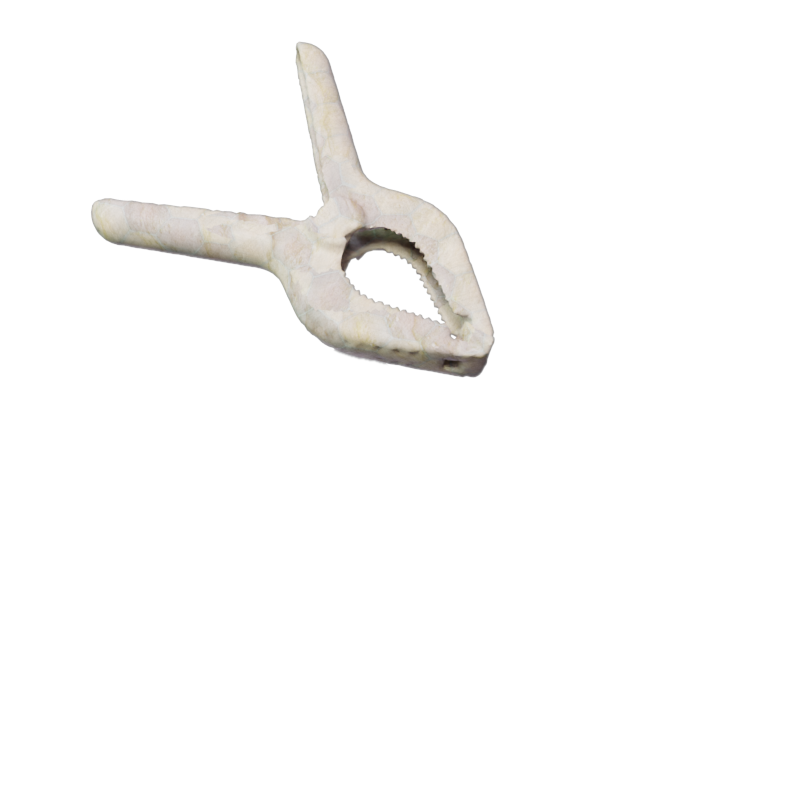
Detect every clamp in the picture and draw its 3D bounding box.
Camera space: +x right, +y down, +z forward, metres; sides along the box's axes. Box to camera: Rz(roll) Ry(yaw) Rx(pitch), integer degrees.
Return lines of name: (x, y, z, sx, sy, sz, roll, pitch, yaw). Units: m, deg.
clamp: (-0.045, -0.081, 0.569, 0.165, 0.222, 0.034, -37, -22, -18)
